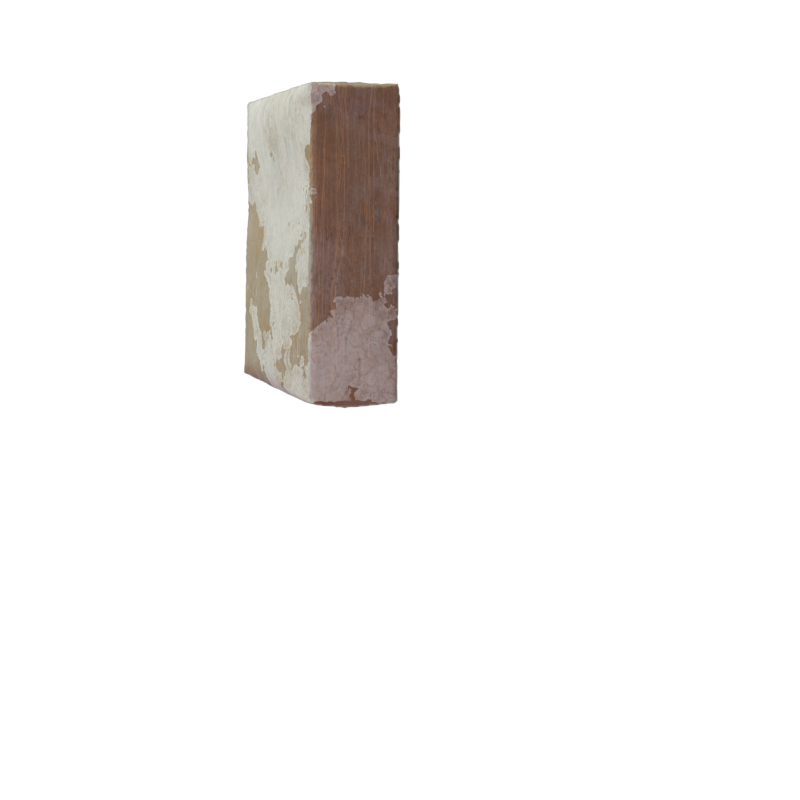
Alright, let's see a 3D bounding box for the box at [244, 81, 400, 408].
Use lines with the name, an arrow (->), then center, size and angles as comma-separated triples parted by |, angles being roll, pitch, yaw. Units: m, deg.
box -> -0.062, -0.113, 0.794 | 0.070, 0.212, 0.170 | -1, 5, -22
